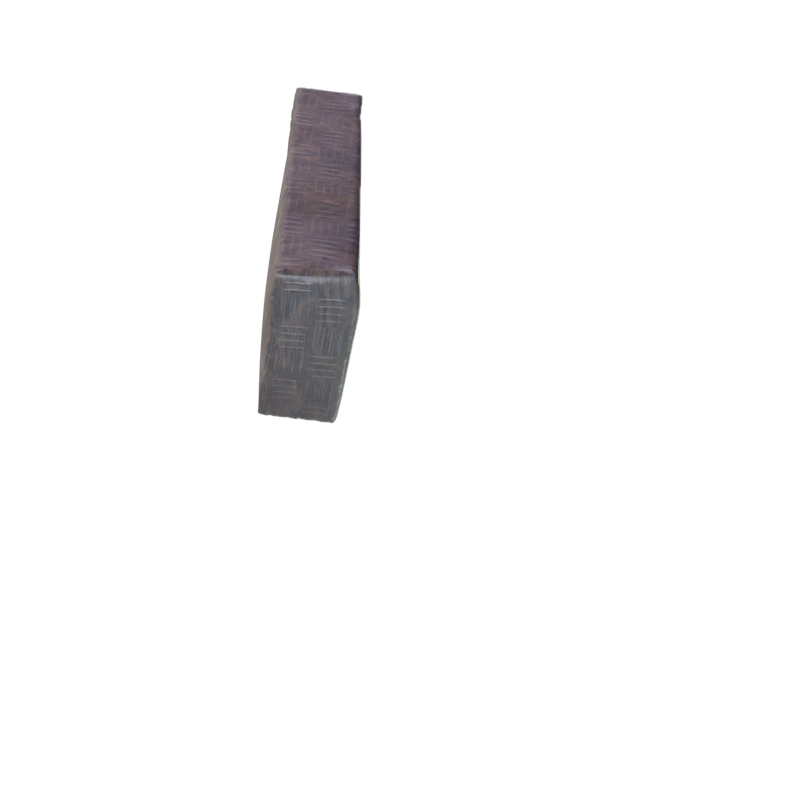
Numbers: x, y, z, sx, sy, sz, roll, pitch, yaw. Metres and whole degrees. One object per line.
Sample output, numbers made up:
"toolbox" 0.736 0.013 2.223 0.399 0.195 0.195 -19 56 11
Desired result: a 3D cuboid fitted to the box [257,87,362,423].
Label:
"box" -0.047 -0.084 0.591 0.047 0.088 0.189 5 40 -9
